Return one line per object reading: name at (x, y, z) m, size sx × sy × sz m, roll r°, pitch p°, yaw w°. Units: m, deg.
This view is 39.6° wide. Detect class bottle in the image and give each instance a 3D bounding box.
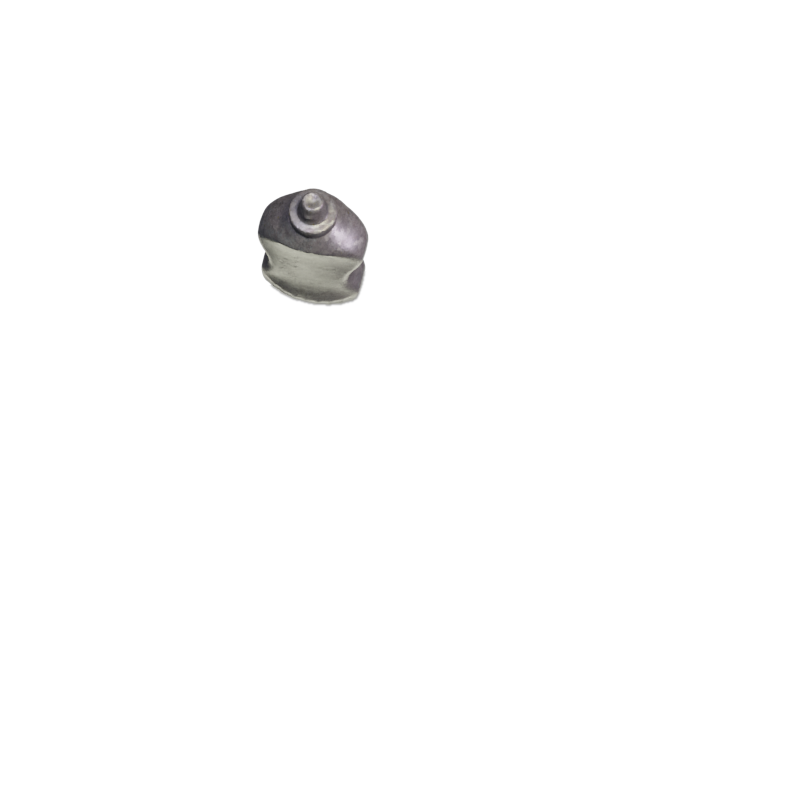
bottle at (-0.077, -0.140, 0.984) m, size 0.097 × 0.060 × 0.184 m, roll 16°, pitch -14°, yaw 1°
